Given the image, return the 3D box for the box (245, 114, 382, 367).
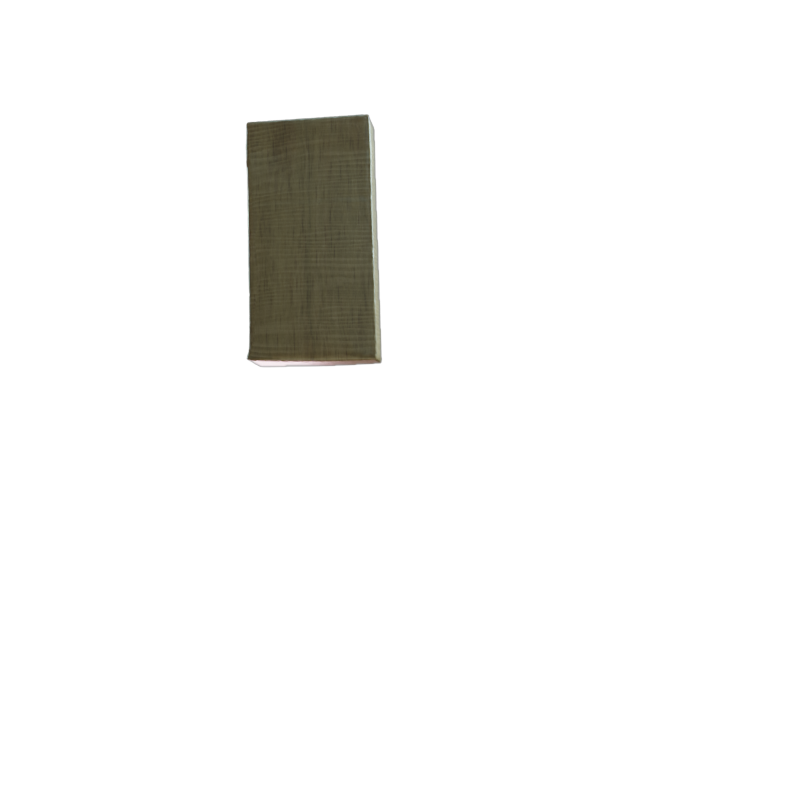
[{"bbox_3d":[-0.062,-0.114,0.799,0.094,0.182,0.046,-2,-12,8],"label":"box"}]
